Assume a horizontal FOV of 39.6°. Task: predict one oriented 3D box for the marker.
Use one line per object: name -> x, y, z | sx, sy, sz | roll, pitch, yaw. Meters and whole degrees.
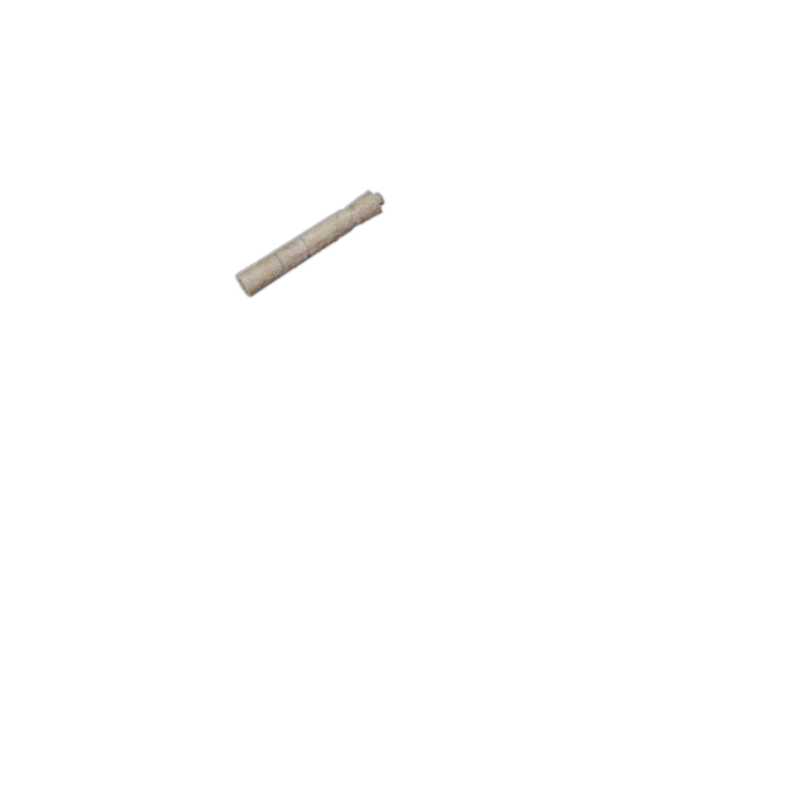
marker -> -0.063, -0.114, 0.800 | 0.121, 0.019, 0.020 | -34, 12, -11
